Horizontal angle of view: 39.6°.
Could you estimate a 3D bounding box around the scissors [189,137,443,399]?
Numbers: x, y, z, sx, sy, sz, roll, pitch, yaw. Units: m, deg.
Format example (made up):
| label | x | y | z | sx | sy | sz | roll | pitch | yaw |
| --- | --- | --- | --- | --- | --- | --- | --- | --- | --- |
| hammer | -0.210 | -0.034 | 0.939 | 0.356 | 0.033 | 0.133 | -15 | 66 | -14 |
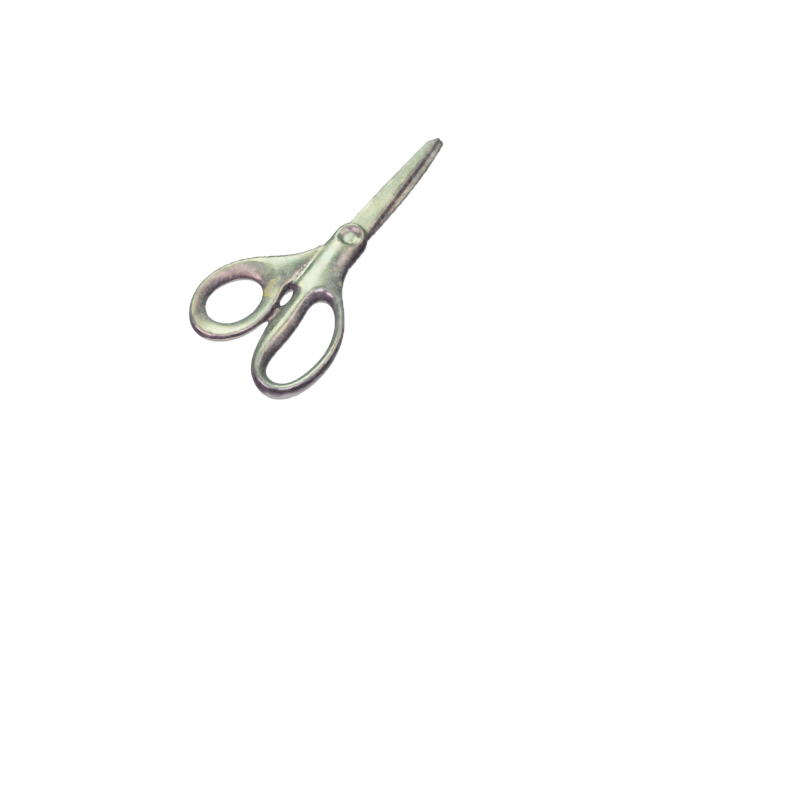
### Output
| label | x | y | z | sx | sy | sz | roll | pitch | yaw |
| --- | --- | --- | --- | --- | --- | --- | --- | --- | --- |
| scissors | -0.050 | -0.091 | 0.640 | 0.098 | 0.211 | 0.015 | 15 | -32 | 10 |
